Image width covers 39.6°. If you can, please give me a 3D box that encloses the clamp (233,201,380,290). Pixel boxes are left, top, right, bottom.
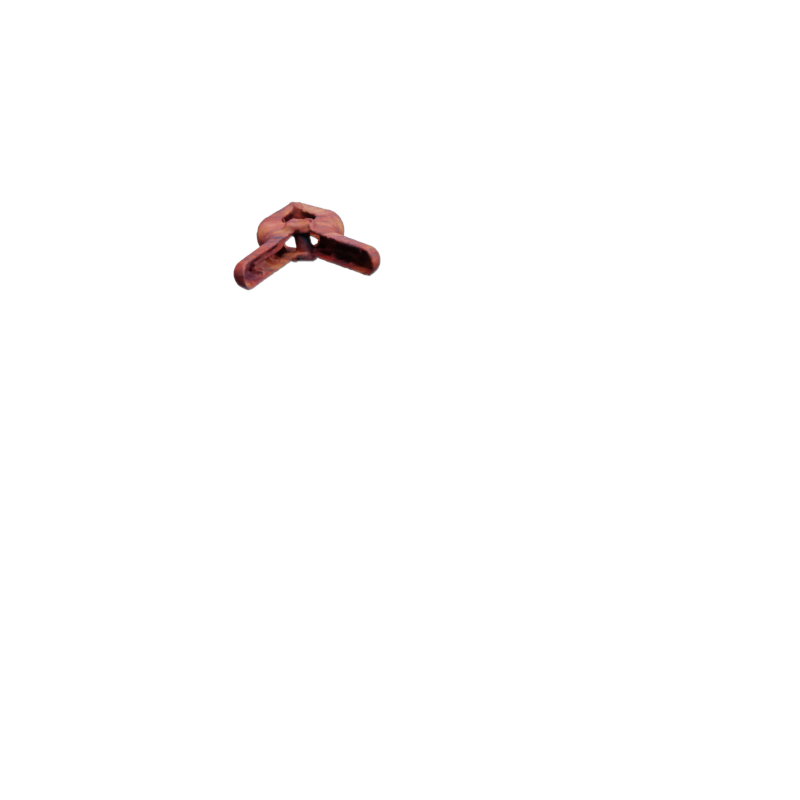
[{"bbox_3d":[-0.076,-0.139,0.973,0.120,0.037,0.180,1,28,1],"label":"clamp"}]
